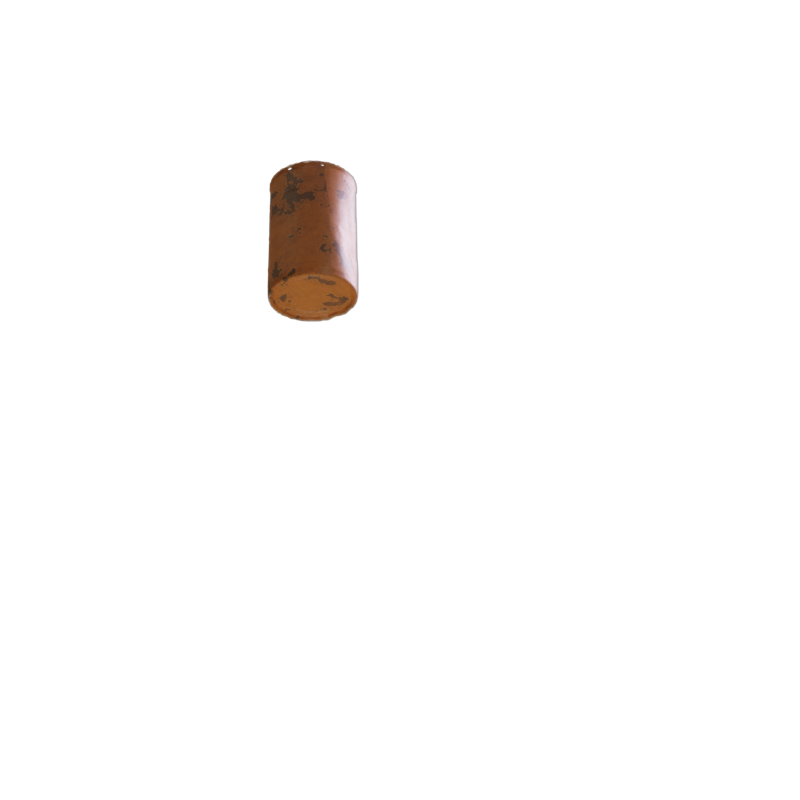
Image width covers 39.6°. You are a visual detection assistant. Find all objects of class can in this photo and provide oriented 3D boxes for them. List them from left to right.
[{"bbox_3d":[-0.065,-0.118,0.828,0.068,0.109,0.064,-1,-31,-2],"label":"can"}]
